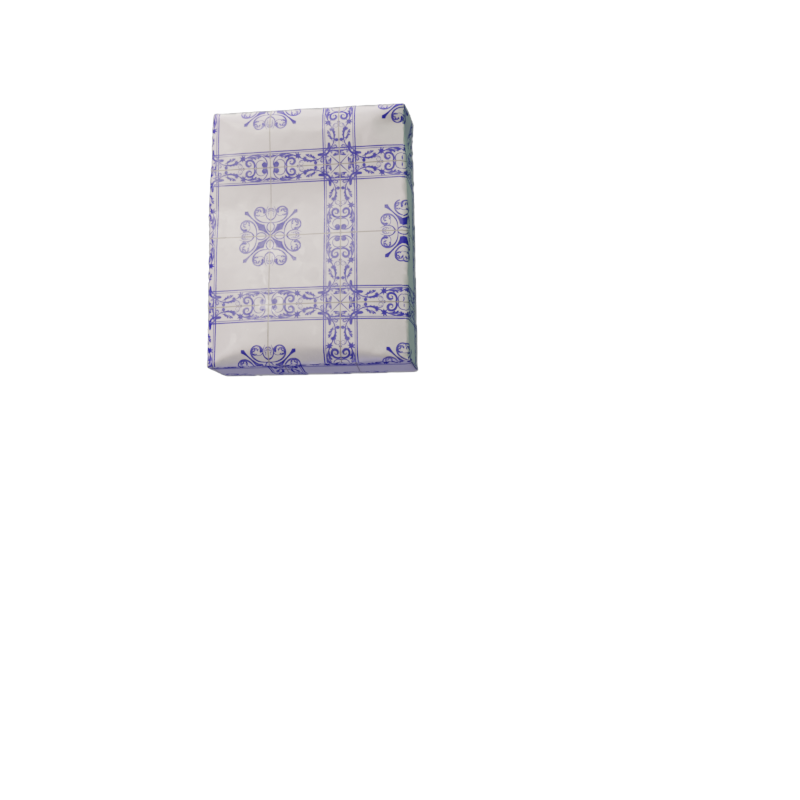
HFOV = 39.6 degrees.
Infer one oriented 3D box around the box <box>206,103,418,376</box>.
[{"bbox_3d":[-0.071,-0.129,0.906,0.166,0.220,0.069,-2,-11,9],"label":"box"}]
